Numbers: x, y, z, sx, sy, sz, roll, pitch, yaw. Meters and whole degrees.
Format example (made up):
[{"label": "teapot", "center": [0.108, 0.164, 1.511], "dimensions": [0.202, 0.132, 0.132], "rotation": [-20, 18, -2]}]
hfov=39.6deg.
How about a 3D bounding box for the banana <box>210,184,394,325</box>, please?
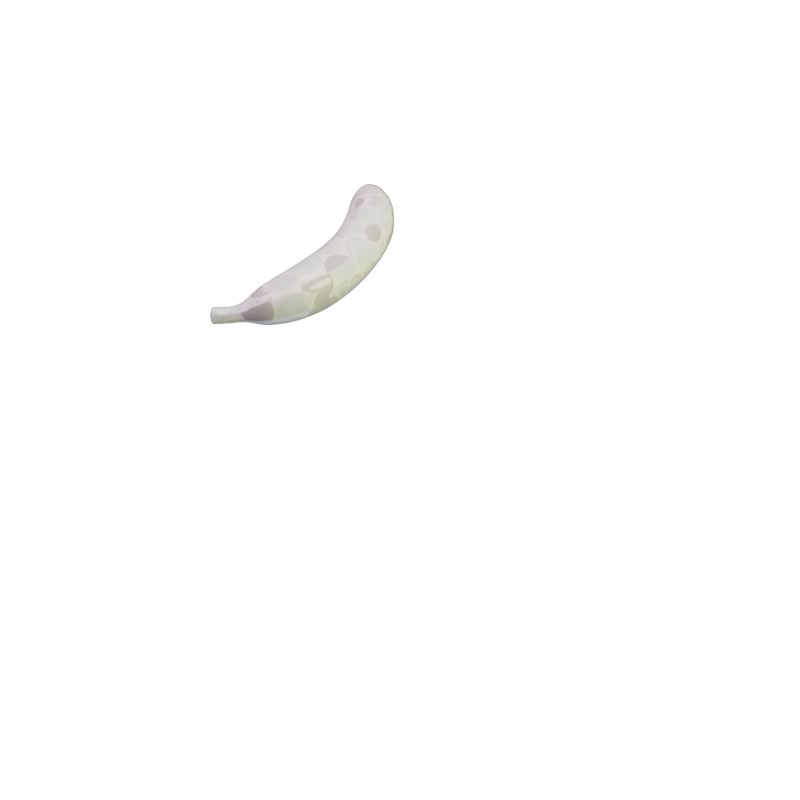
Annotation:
[{"label": "banana", "center": [-0.048, -0.104, 0.783], "dimensions": [0.073, 0.034, 0.201], "rotation": [21, 42, 24]}]
